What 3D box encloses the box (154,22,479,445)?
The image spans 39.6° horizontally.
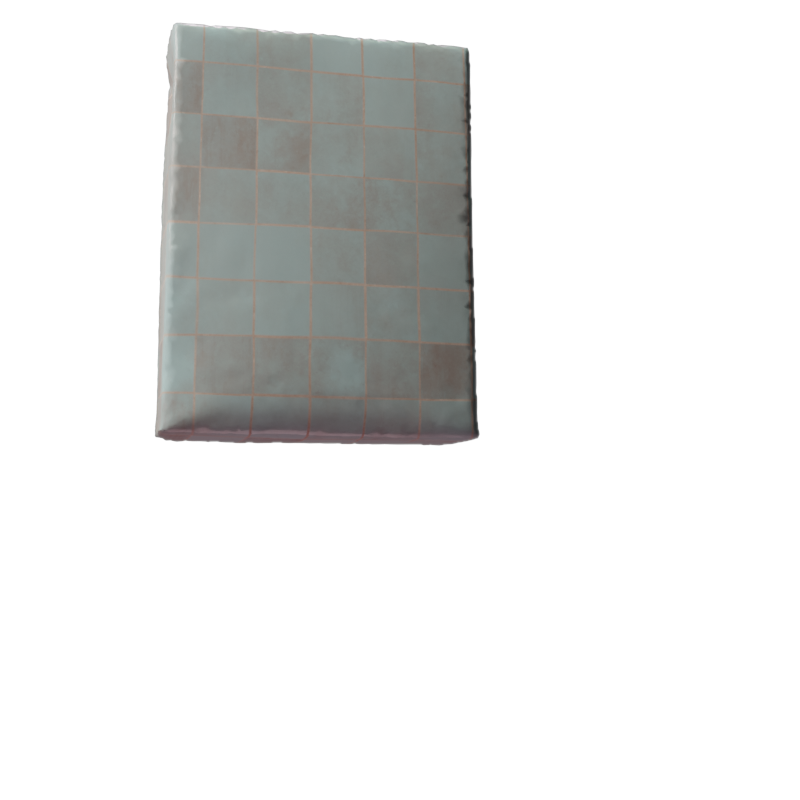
[{"bbox_3d":[-0.047,-0.085,0.598,0.161,0.220,0.071,2,-13,-13],"label":"box"}]
